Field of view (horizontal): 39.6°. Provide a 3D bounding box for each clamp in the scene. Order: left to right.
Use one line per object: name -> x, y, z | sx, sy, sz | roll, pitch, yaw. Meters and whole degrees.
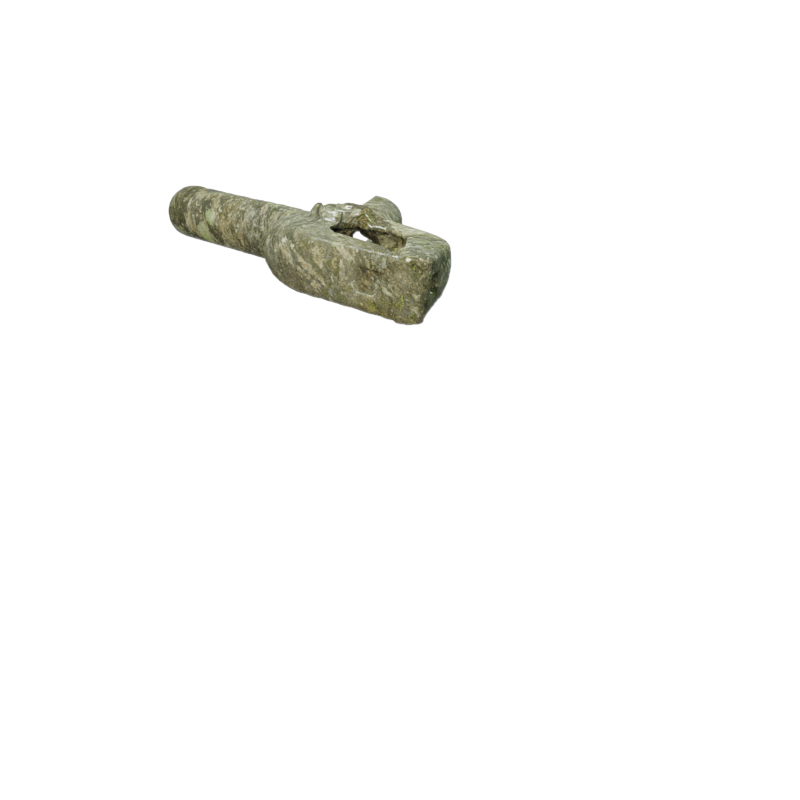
clamp -> -0.039, -0.071, 0.494 | 0.118, 0.038, 0.179 | -4, 17, -13
